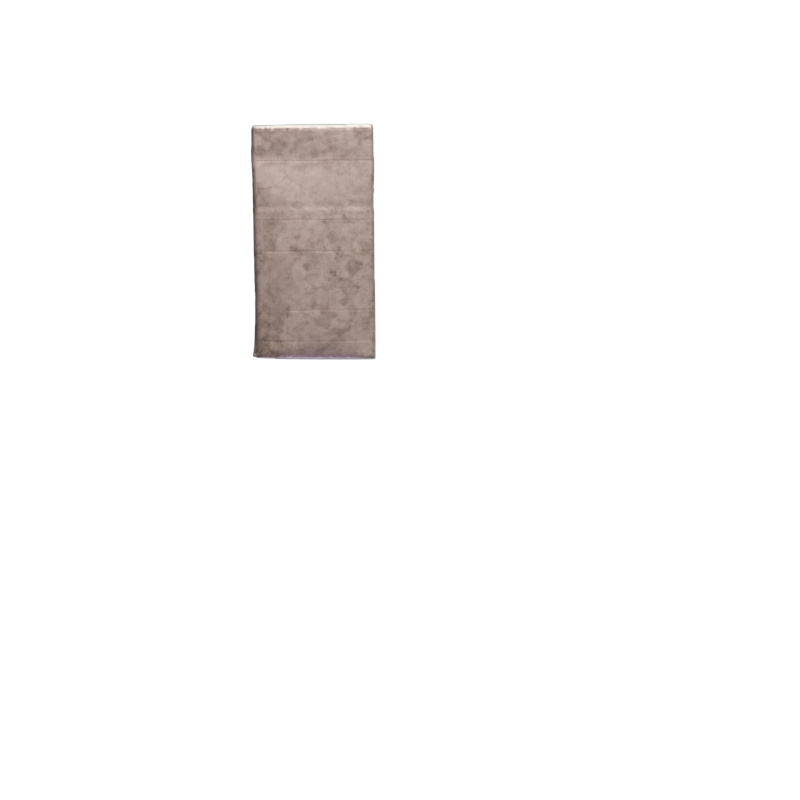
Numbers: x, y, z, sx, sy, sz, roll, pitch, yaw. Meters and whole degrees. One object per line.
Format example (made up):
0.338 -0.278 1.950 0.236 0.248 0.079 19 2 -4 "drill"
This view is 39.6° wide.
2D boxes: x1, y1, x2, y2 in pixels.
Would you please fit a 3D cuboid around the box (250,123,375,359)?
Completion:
-0.066 -0.120 0.841 0.093 0.176 0.048 0 0 -1 "box"
